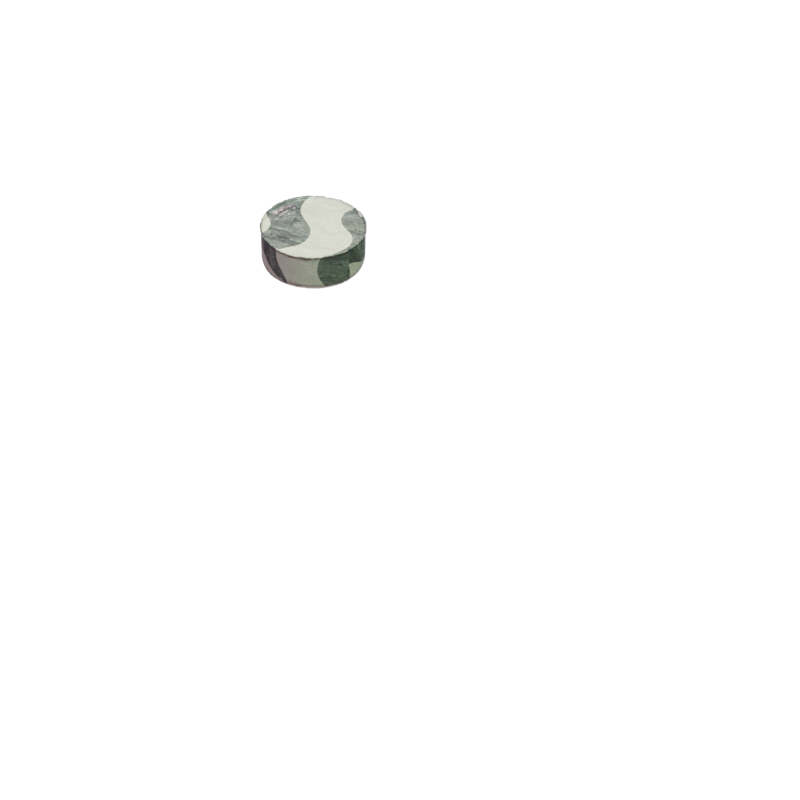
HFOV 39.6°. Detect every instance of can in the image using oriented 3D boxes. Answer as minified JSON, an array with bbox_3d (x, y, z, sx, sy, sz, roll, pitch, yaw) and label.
[{"bbox_3d":[-0.070,-0.128,0.896,0.086,0.031,0.092,-1,41,-2],"label":"can"}]
